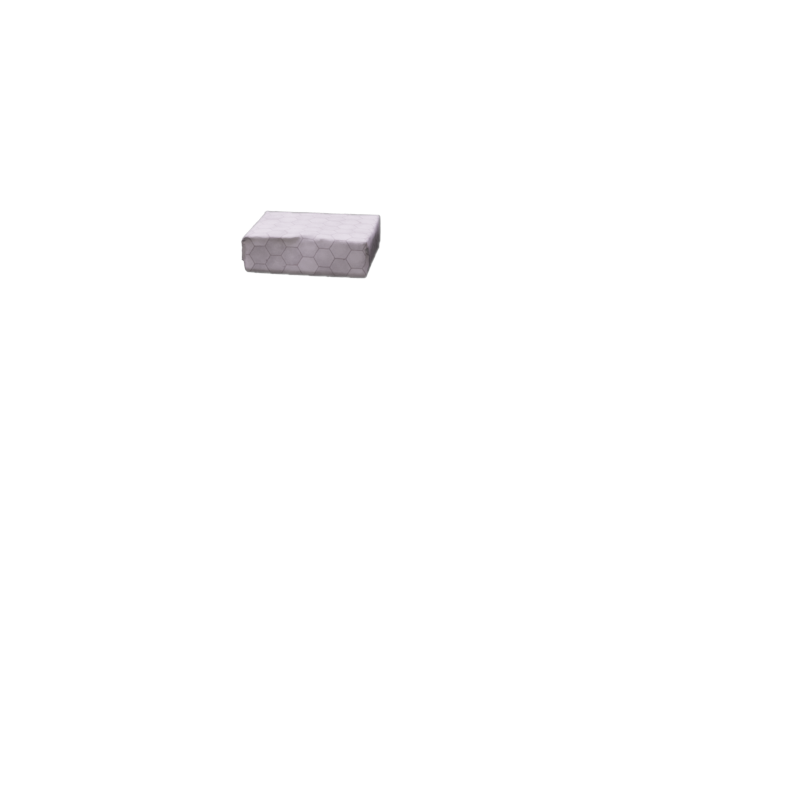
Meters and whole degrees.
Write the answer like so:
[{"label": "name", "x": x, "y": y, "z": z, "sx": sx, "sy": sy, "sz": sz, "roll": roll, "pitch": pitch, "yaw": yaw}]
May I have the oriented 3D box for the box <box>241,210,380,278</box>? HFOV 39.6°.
[{"label": "box", "x": -0.062, "y": -0.113, "z": 0.793, "sx": 0.090, "sy": 0.029, "sz": 0.075, "roll": 4, "pitch": 22, "yaw": 8}]
